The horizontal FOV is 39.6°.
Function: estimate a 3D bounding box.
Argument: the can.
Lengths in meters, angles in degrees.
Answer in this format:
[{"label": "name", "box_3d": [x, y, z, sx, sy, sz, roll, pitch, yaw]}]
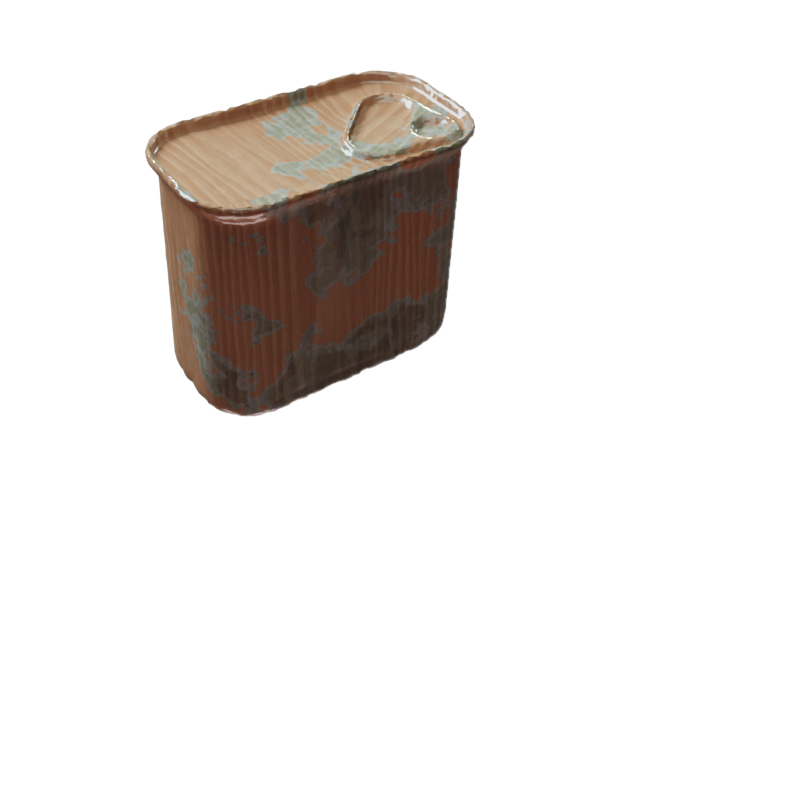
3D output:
[{"label": "can", "box_3d": [-0.029, -0.053, 0.368, 0.101, 0.078, 0.062, -23, 45, -27]}]
